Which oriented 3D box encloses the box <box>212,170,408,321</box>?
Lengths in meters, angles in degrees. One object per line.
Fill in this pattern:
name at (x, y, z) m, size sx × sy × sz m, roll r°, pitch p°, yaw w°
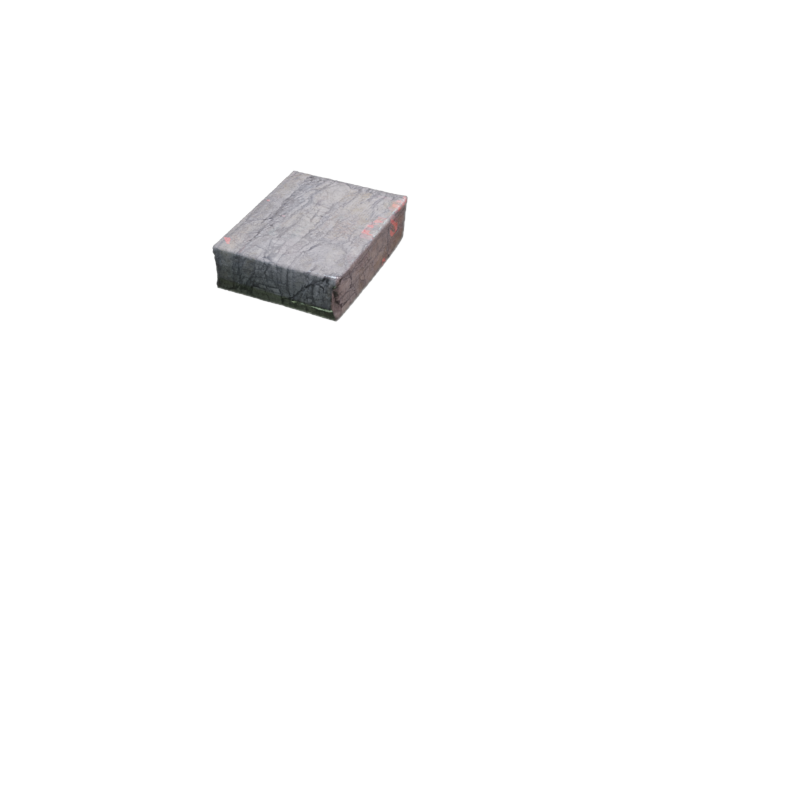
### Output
box at (-0.057, -0.105, 0.736) m, size 0.093 × 0.036 × 0.117 m, roll 16°, pitch 39°, yaw 20°
